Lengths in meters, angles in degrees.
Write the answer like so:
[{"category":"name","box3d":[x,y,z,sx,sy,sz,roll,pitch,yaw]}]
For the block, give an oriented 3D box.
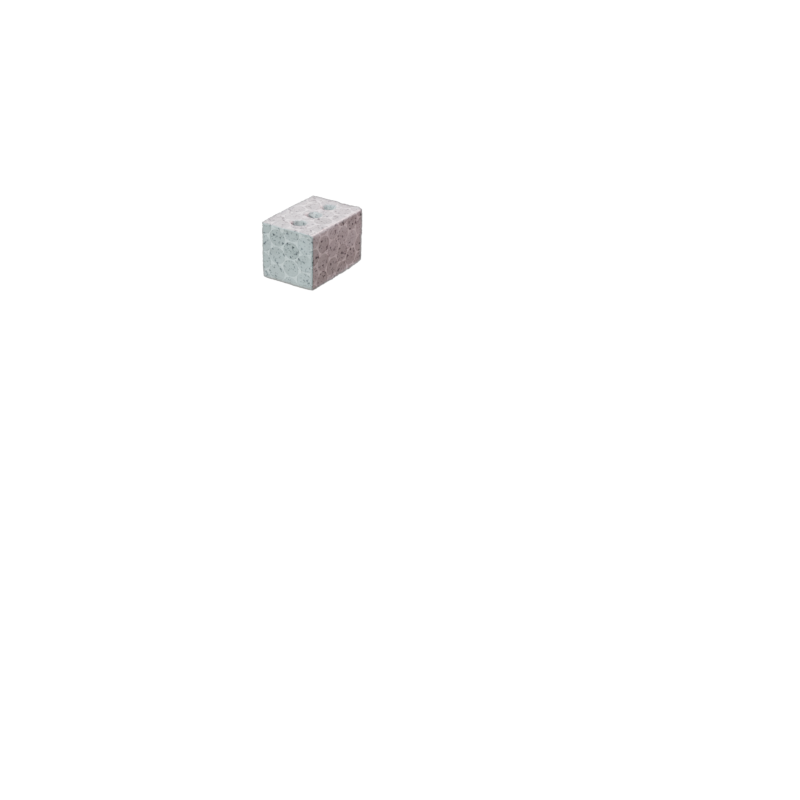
[{"category":"block","box3d":[-0.074,-0.134,0.941,0.055,0.048,0.079,16,32,27]}]
